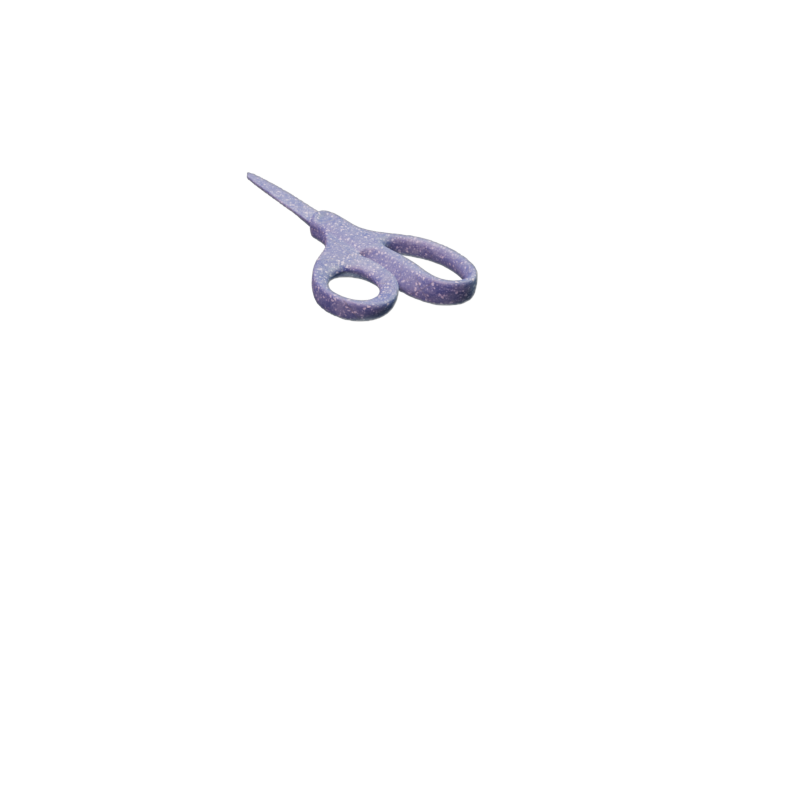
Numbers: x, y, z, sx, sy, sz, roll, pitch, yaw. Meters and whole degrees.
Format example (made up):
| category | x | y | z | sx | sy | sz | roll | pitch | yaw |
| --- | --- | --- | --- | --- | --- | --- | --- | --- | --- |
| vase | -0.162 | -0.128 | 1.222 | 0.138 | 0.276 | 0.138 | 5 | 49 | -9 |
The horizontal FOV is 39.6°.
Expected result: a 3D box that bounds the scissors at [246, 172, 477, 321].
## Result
| category | x | y | z | sx | sy | sz | roll | pitch | yaw |
| --- | --- | --- | --- | --- | --- | --- | --- | --- | --- |
| scissors | -0.050 | -0.091 | 0.635 | 0.214 | 0.015 | 0.096 | 26 | 40 | 35 |
